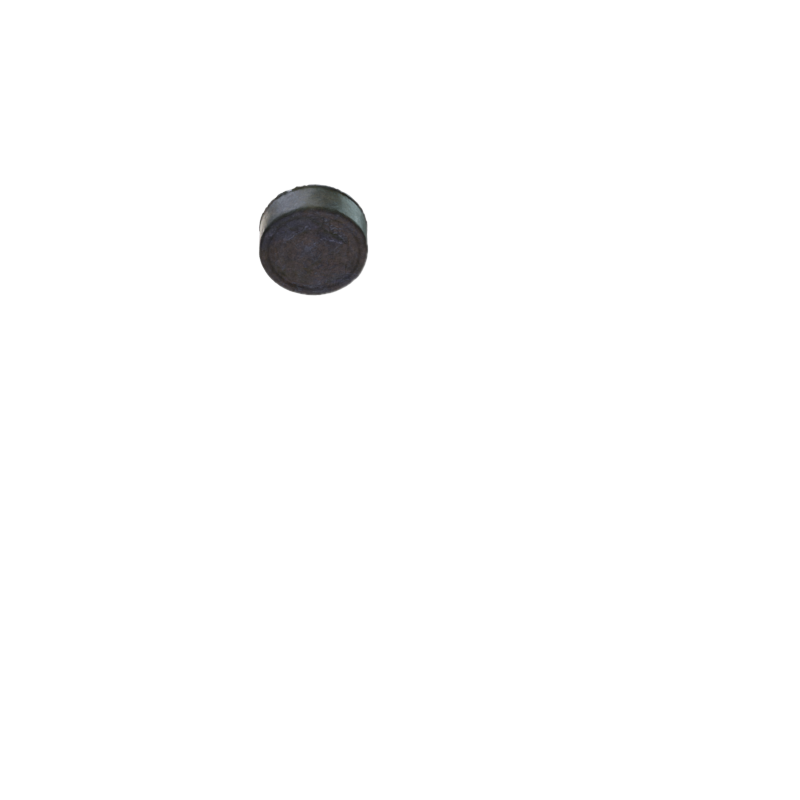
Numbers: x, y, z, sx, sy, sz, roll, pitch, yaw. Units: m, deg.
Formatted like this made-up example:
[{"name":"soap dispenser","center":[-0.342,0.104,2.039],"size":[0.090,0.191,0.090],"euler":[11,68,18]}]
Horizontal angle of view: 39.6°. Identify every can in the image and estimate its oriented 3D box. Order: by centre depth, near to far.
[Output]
[{"name":"can","center":[-0.068,-0.123,0.863],"size":[0.086,0.080,0.036],"euler":[1,40,-1]}]
